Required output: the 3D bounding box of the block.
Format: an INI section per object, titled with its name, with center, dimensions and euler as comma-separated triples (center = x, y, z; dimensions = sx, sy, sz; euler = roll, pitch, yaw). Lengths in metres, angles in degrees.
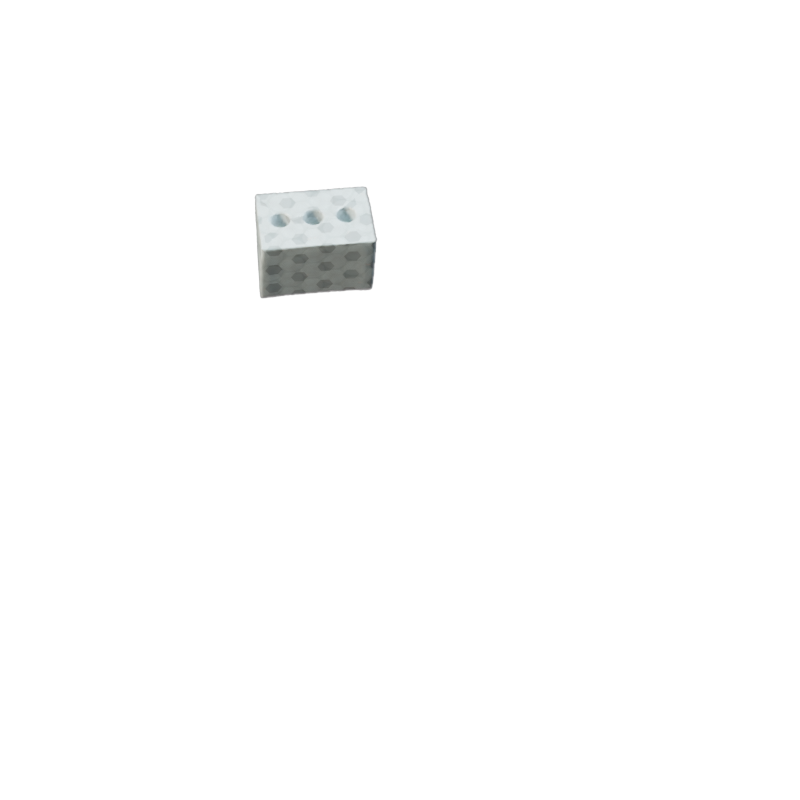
[block]
center = -0.059, -0.107, 0.749
dimensions = 0.077, 0.057, 0.048
euler = -6, -37, -5
